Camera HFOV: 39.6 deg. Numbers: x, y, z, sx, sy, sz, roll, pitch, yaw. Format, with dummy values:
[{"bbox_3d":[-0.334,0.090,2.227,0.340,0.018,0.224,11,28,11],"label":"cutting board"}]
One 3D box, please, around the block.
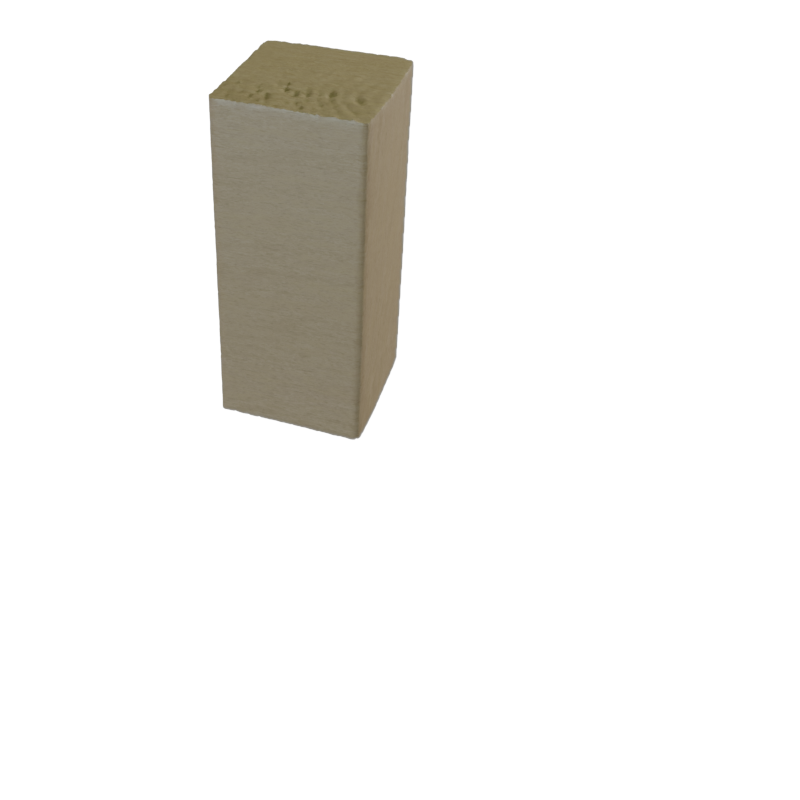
[{"bbox_3d":[-0.050,-0.092,0.645,0.093,0.193,0.094,12,35,13],"label":"block"}]
